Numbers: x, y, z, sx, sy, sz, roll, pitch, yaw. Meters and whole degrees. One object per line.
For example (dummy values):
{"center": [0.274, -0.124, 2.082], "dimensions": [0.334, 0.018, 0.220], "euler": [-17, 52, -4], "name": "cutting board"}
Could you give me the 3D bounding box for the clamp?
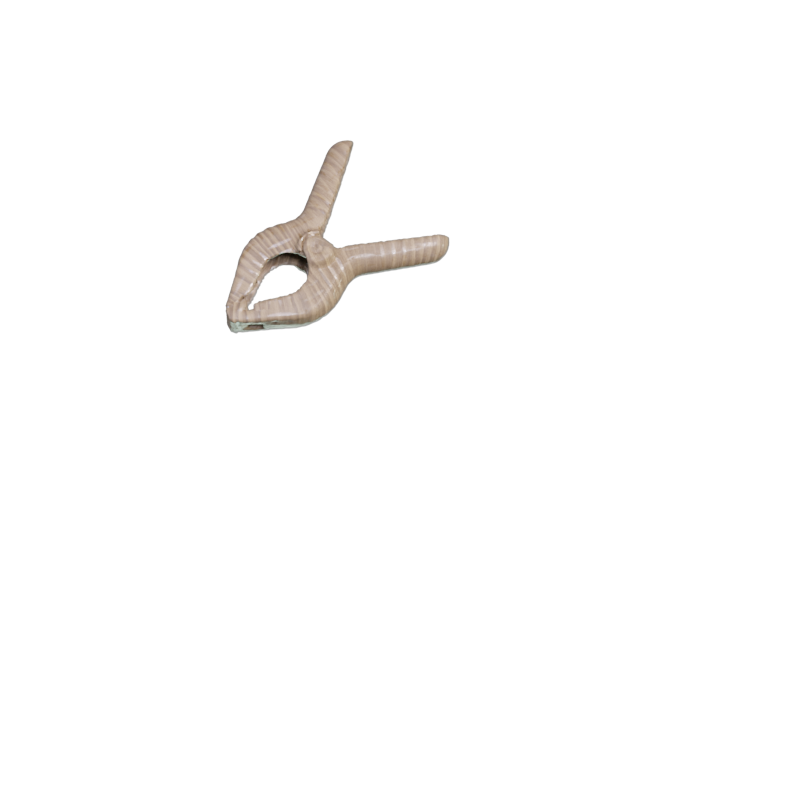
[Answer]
{"center": [-0.064, -0.116, 0.814], "dimensions": [0.171, 0.128, 0.037], "euler": [-30, -25, -16], "name": "clamp"}
